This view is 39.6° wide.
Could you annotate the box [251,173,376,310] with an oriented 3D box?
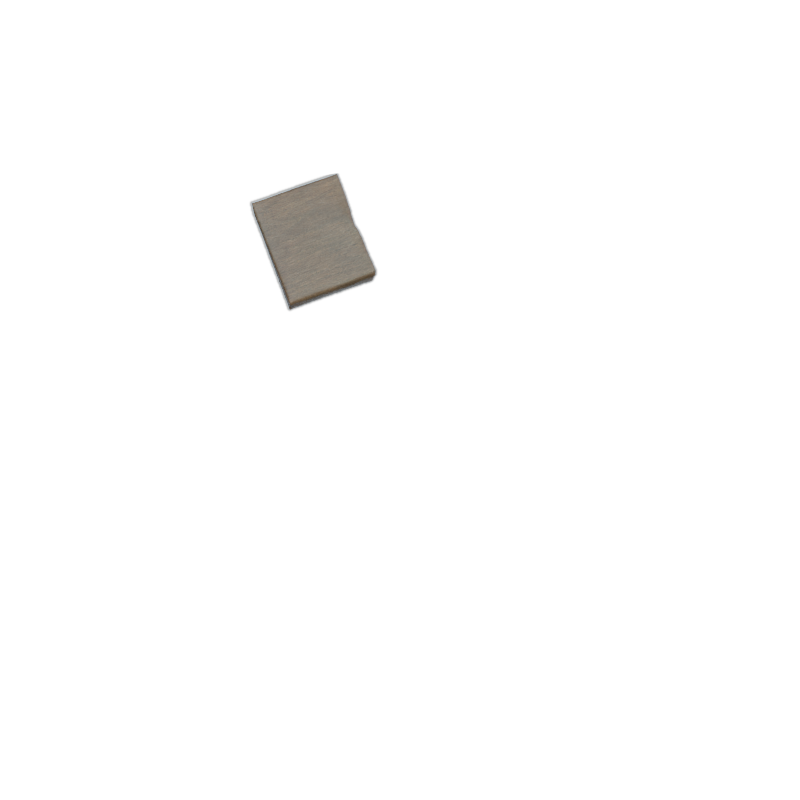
[{"bbox_3d":[-0.068,-0.124,0.873,0.073,0.093,0.029,-20,-13,-5],"label":"box"}]
